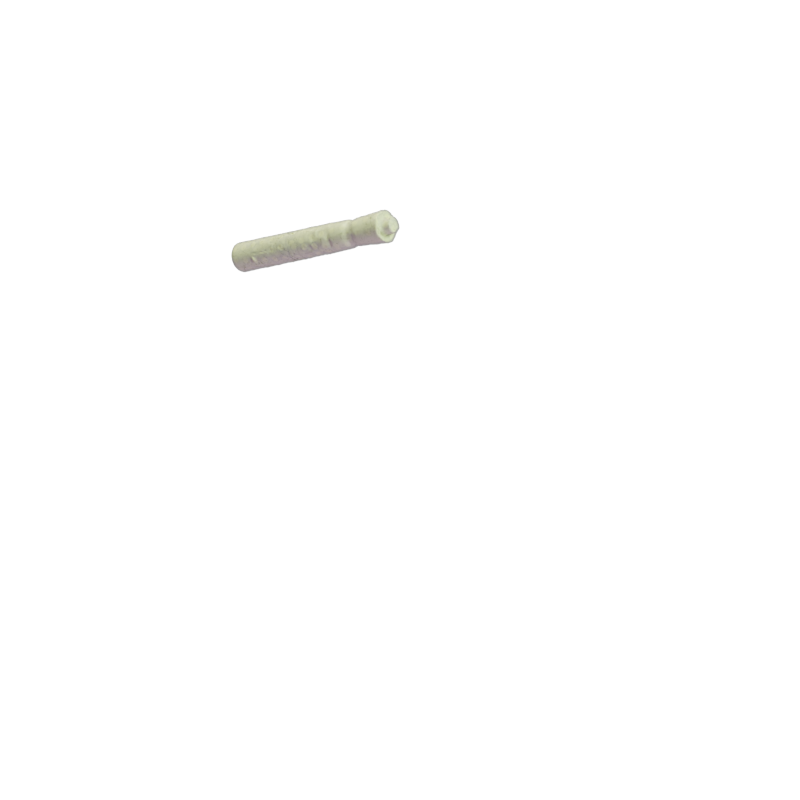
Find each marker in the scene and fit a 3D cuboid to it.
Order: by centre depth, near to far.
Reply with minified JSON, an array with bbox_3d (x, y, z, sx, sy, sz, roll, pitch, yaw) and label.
[{"bbox_3d":[-0.051,-0.093,0.650,0.124,0.020,0.019,-5,0,40],"label":"marker"}]
